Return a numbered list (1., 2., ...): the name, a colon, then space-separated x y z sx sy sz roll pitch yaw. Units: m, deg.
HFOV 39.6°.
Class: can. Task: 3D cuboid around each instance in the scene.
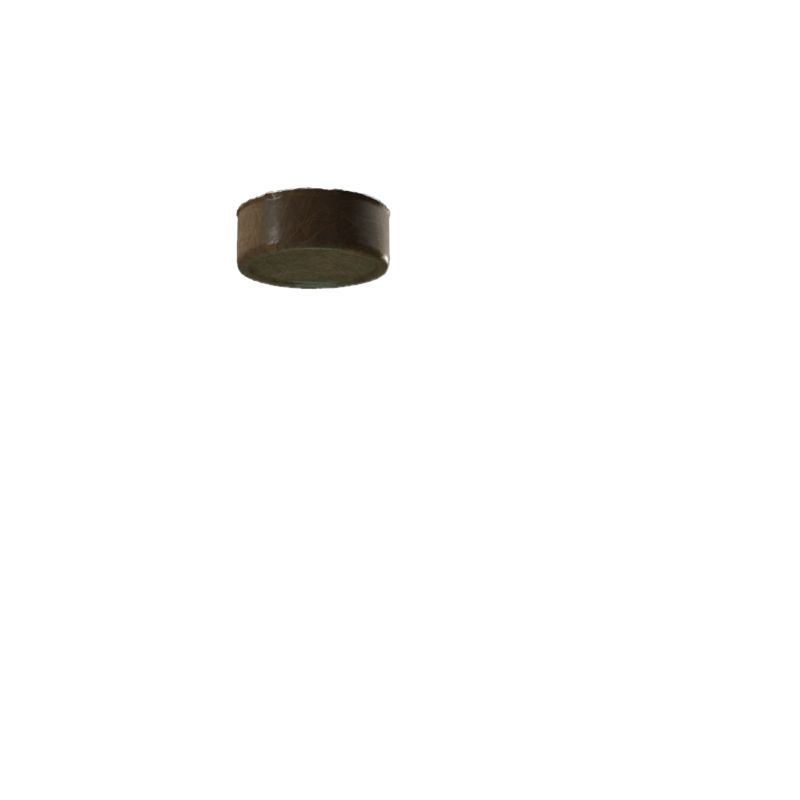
1. can: -0.048 -0.088 0.614 0.086 0.035 0.083 0 -10 -2
